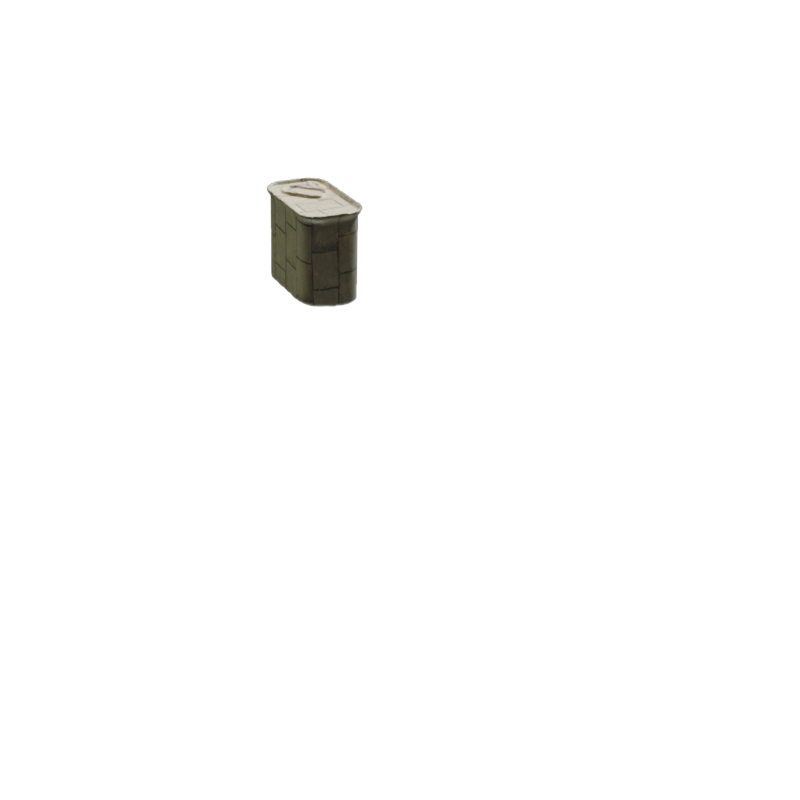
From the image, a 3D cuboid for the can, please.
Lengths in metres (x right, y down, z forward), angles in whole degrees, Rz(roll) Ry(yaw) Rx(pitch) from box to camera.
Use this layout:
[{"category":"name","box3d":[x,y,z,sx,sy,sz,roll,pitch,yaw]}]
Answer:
[{"category":"can","box3d":[-0.075,-0.136,0.954,0.056,0.080,0.109,-10,28,-24]}]
